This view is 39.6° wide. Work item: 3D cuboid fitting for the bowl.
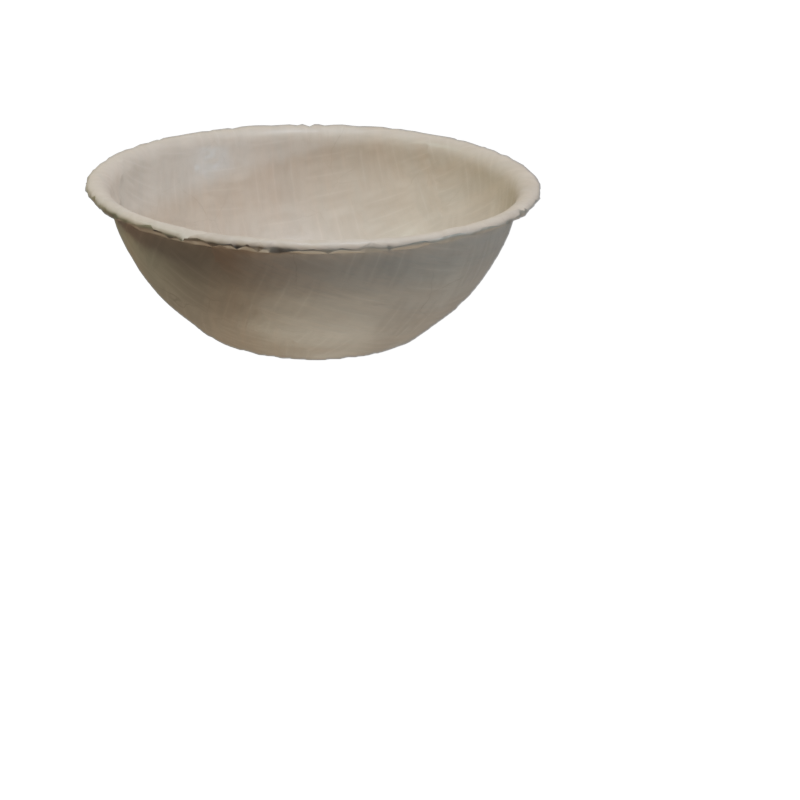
[{"bbox_3d":[-0.032,-0.058,0.409,0.162,0.052,0.171,-1,25,-2],"label":"bowl"}]
